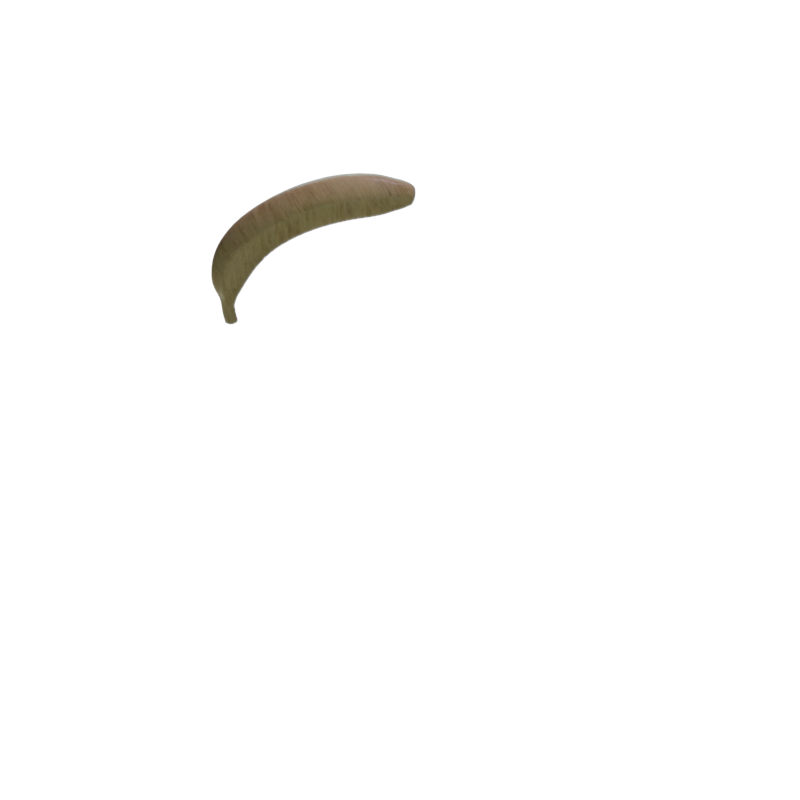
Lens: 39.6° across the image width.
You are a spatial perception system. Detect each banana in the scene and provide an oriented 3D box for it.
[{"bbox_3d":[-0.084,-0.136,0.888,0.197,0.039,0.065,-30,-57,22],"label":"banana"}]
